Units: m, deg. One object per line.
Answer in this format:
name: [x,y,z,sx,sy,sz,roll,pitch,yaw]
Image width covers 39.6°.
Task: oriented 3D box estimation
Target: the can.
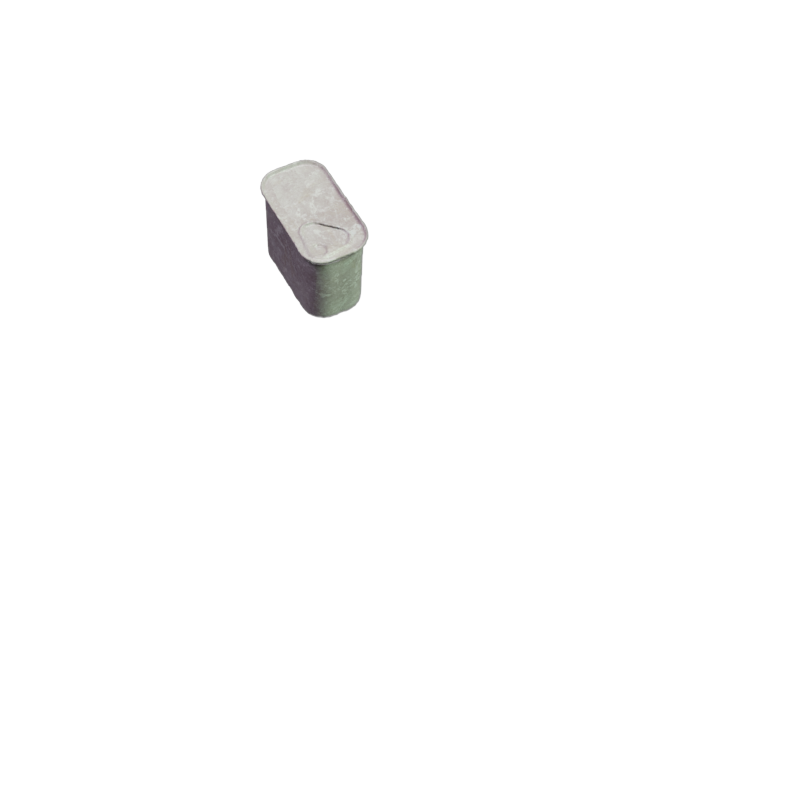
can: [-0.070,-0.127,0.893,0.057,0.109,0.078,-23,-31,-17]
